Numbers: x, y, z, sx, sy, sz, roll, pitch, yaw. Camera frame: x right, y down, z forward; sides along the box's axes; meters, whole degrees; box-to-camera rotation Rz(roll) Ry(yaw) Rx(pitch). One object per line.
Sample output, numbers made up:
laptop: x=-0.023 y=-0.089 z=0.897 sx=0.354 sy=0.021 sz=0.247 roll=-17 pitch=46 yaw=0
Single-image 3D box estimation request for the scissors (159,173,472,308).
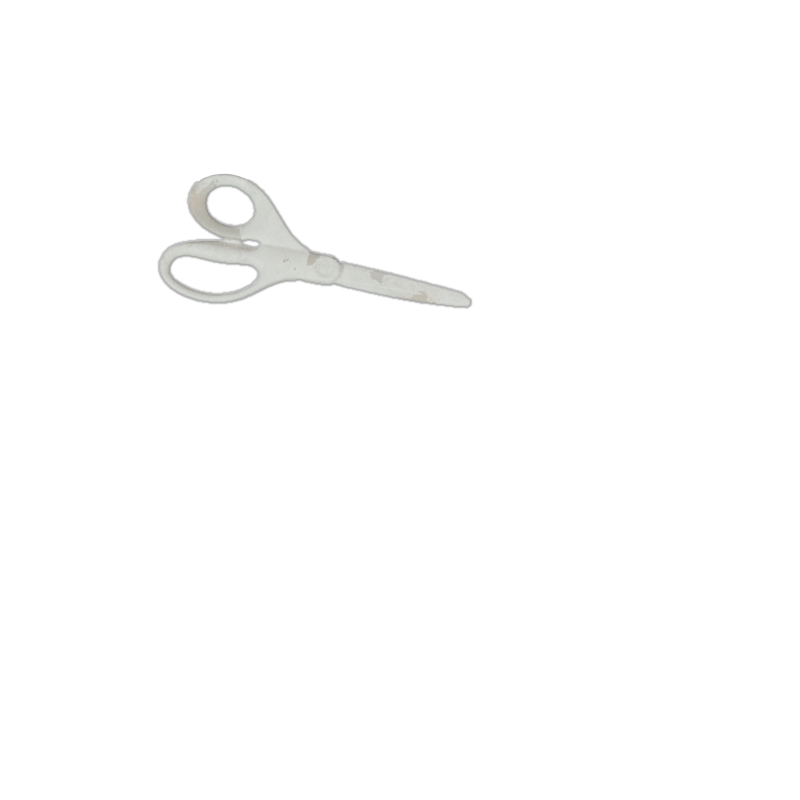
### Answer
scissors: x=-0.057 y=-0.104 z=0.729 sx=0.201 sy=0.100 sz=0.015 roll=-2 pitch=-14 yaw=-1
